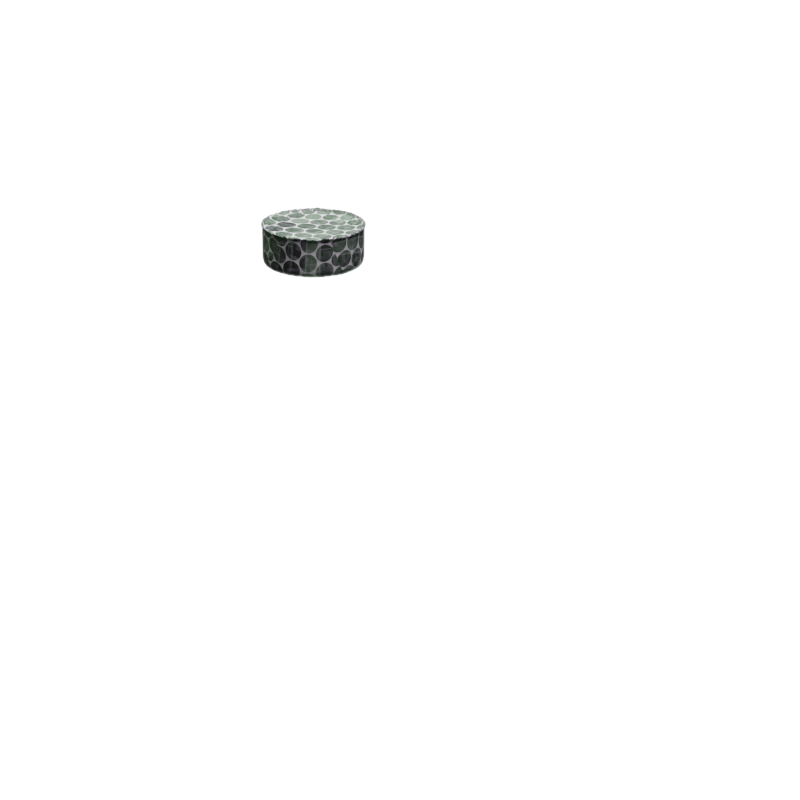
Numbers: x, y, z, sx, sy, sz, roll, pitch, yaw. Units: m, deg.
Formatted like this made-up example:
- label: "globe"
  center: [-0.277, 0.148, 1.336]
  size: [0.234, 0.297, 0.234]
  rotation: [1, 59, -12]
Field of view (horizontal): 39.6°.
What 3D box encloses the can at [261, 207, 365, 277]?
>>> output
- label: "can"
  center: [-0.072, -0.131, 0.918]
  size: [0.086, 0.032, 0.090]
  rotation: [-1, 25, -2]
